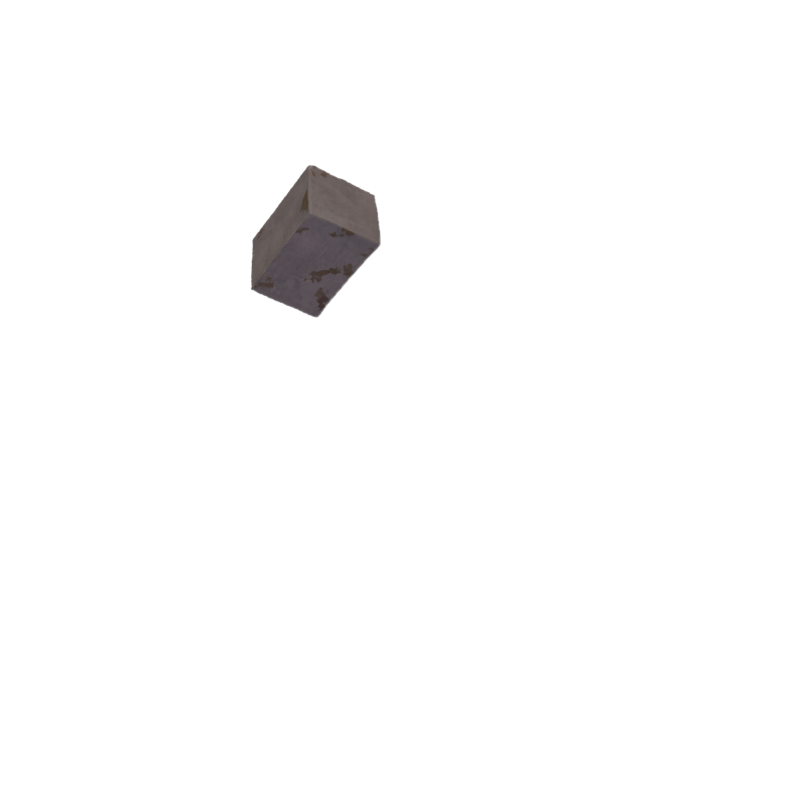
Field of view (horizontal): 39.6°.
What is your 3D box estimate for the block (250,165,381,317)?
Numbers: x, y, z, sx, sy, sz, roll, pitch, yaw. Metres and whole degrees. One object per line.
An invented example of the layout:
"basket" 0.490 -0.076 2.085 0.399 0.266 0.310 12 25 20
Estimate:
"block" -0.056 -0.102 0.716 0.050 0.055 0.076 24 -50 -25
